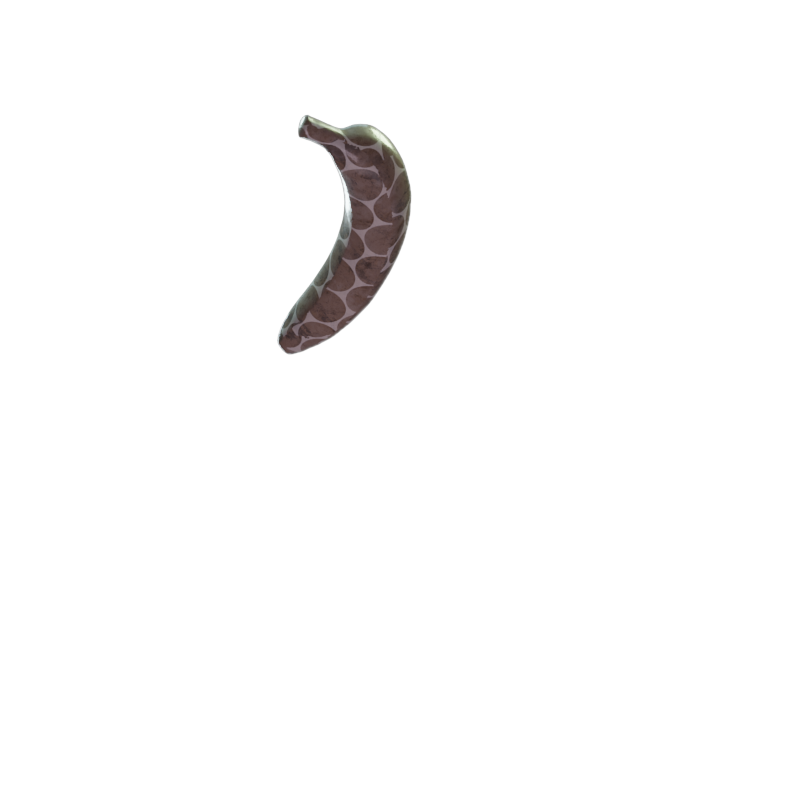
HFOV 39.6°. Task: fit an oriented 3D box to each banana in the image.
[{"bbox_3d":[-0.032,-0.094,0.646,0.069,0.039,0.185,4,-40,-6],"label":"banana"}]
